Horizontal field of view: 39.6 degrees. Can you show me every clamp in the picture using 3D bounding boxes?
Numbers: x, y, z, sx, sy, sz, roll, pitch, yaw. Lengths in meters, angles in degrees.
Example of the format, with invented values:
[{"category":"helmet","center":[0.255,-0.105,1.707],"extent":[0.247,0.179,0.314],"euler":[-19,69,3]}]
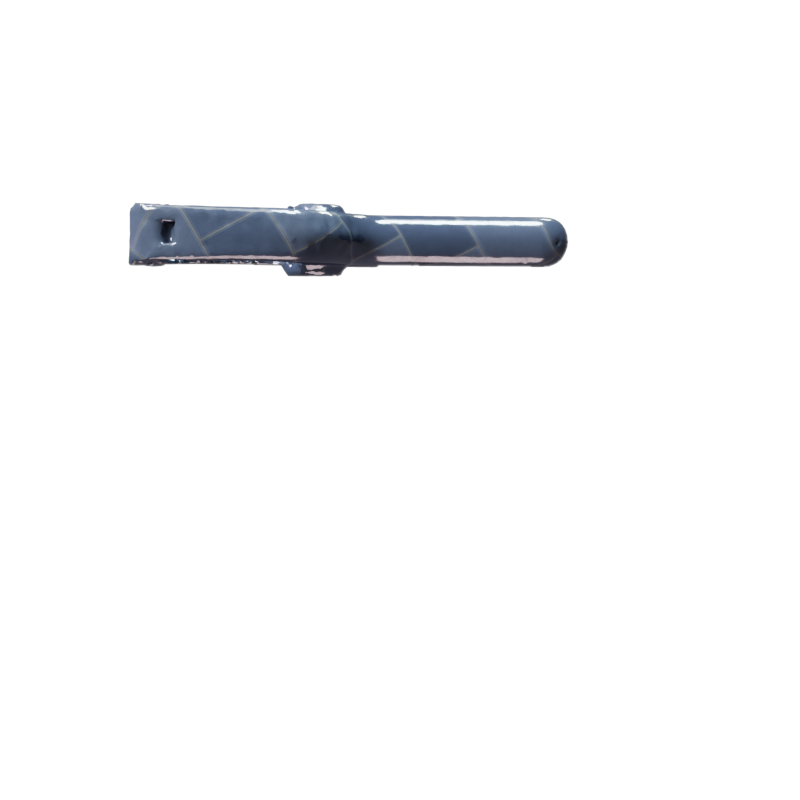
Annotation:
[{"category":"clamp","center":[-0.045,-0.082,0.575],"extent":[0.203,0.036,0.170],"euler":[-3,6,-29]}]
